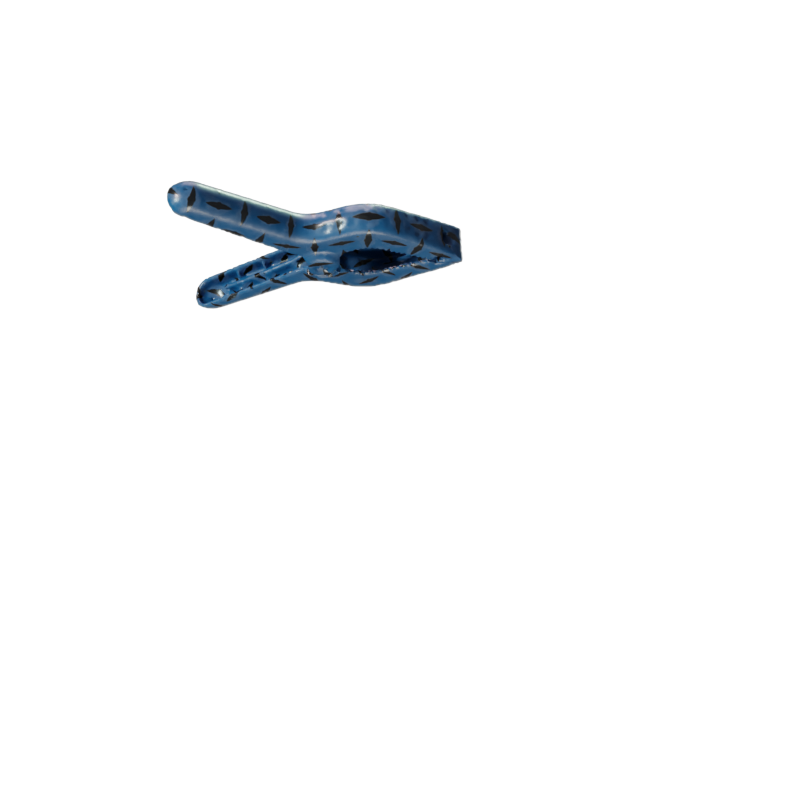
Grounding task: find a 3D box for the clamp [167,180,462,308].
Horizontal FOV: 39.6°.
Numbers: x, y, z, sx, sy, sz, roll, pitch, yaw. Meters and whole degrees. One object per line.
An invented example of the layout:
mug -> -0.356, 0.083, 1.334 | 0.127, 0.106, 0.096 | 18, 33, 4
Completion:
clamp -> -0.062, -0.114, 0.796 | 0.212, 0.038, 0.154 | -3, -21, 7
